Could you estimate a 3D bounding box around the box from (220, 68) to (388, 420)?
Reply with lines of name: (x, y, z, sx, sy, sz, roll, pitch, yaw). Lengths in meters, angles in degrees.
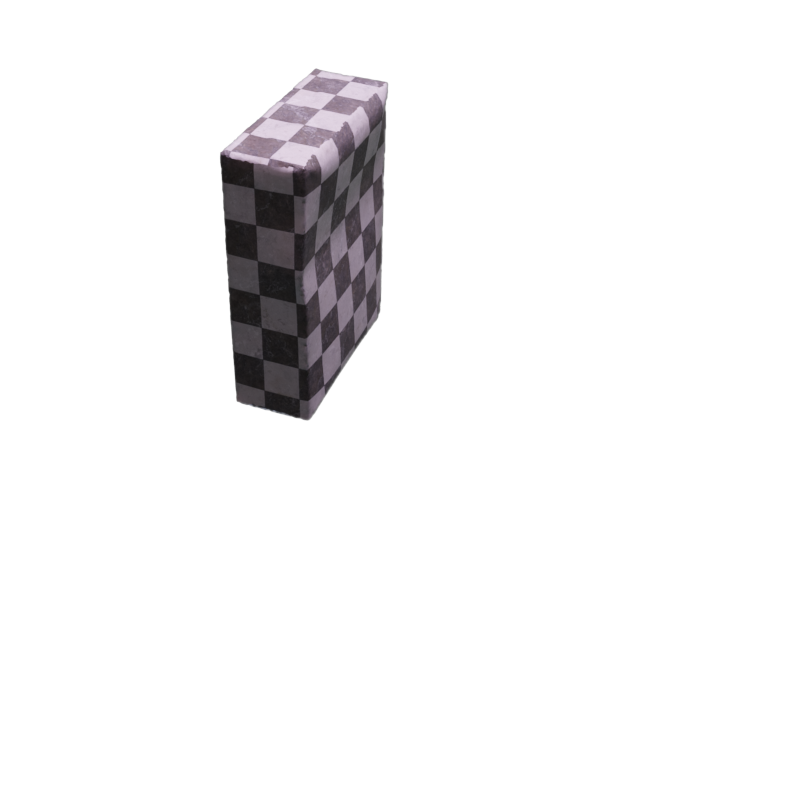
box: (-0.066, -0.120, 0.842, 0.074, 0.200, 0.170, 13, 36, 15)
